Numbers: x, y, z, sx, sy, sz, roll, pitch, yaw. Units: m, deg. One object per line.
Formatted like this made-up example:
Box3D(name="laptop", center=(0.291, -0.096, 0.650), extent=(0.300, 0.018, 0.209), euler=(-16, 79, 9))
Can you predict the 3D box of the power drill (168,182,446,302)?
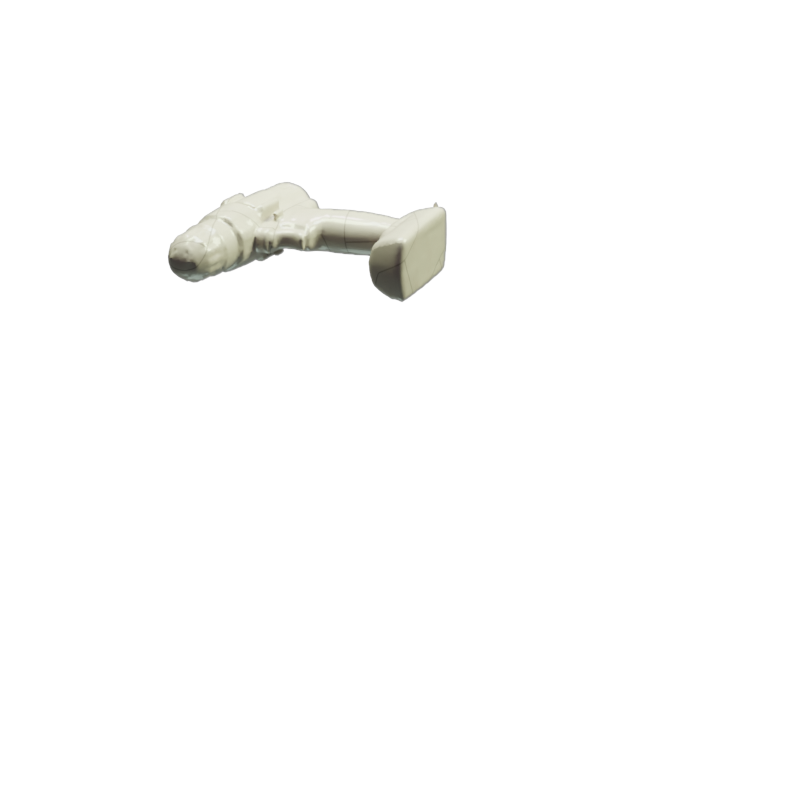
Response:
Box3D(name="power drill", center=(-0.070, -0.127, 0.890), extent=(0.195, 0.054, 0.187), euler=(13, 29, 23))
